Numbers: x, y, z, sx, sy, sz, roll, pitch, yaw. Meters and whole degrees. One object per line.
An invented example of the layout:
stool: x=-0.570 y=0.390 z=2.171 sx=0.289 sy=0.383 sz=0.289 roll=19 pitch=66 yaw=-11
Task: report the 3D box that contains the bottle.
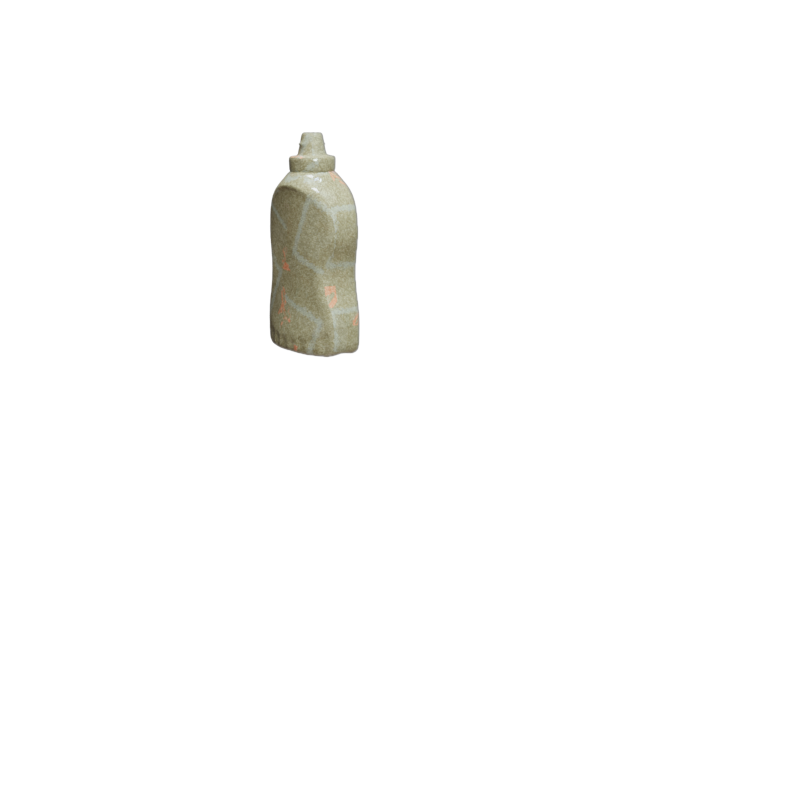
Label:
bottle: x=-0.077 y=-0.139 z=0.977 sx=0.056 sy=0.188 sz=0.101 roll=-5 pitch=10 yaw=-37
